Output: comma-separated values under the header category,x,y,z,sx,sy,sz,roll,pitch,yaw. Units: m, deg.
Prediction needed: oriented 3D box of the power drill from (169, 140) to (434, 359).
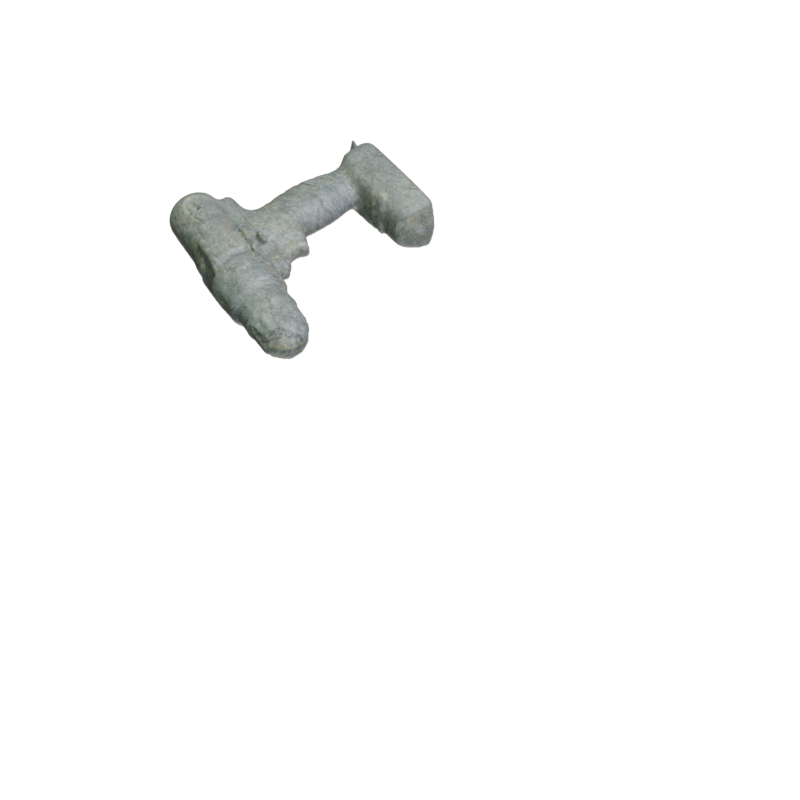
category,x,y,z,sx,sy,sz,roll,pitch,yaw
power drill,-0.069,-0.126,0.885,0.186,0.053,0.199,-24,52,-21
